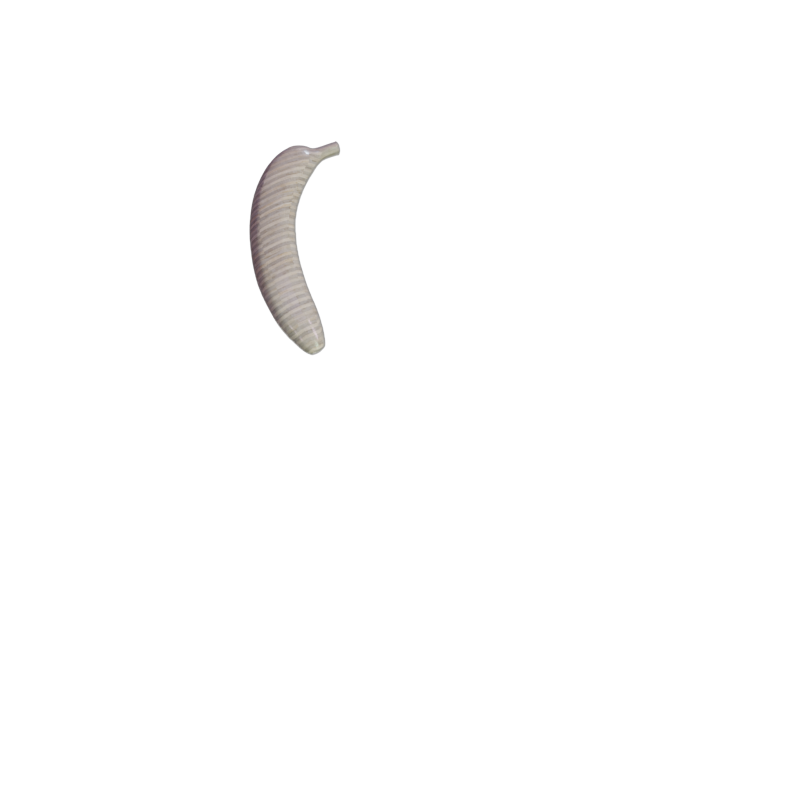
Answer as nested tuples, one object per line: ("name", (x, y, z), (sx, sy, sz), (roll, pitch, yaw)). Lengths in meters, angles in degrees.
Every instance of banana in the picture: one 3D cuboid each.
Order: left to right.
("banana", (-0.088, -0.133, 0.898), (0.070, 0.209, 0.035), (3, -25, 0))
